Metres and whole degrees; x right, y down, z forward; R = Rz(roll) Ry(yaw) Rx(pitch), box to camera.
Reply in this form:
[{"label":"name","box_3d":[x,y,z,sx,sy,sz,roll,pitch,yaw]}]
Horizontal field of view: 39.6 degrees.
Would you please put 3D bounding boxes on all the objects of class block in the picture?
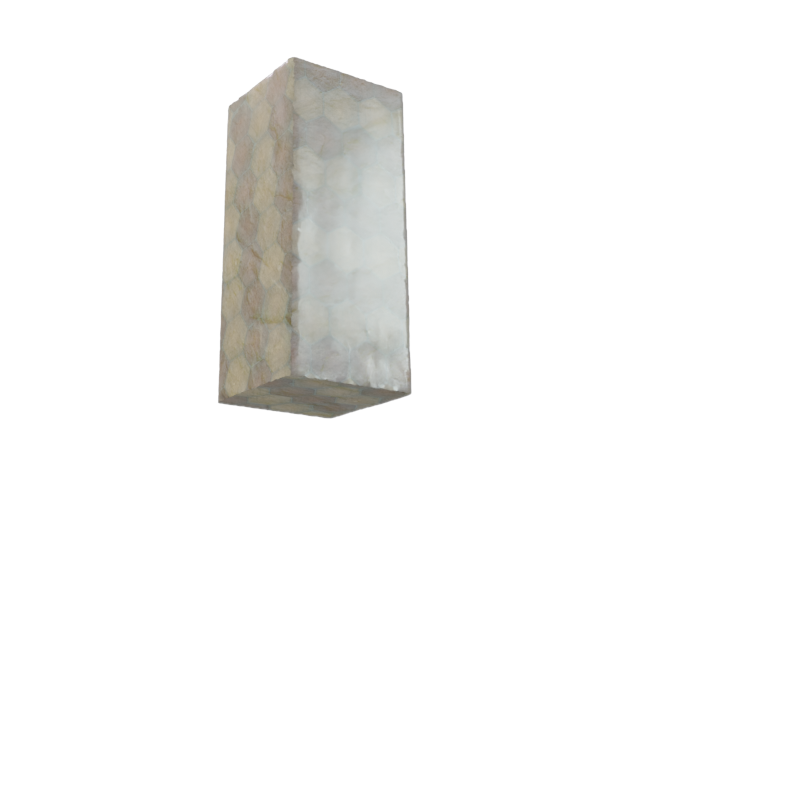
[{"label":"block","box_3d":[-0.056,-0.102,0.717,0.086,0.216,0.090,12,-23,-34]}]
